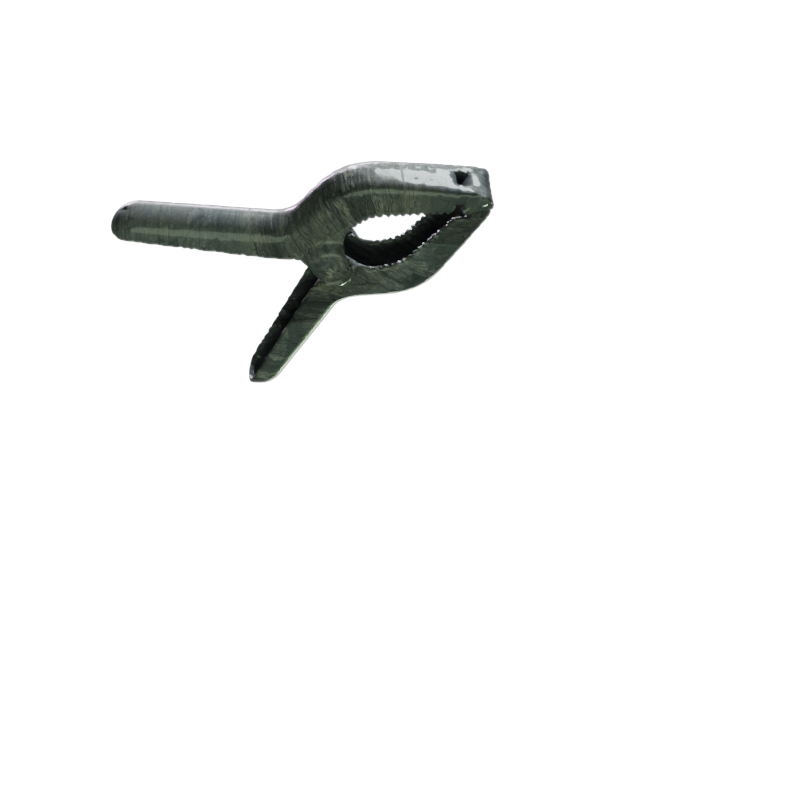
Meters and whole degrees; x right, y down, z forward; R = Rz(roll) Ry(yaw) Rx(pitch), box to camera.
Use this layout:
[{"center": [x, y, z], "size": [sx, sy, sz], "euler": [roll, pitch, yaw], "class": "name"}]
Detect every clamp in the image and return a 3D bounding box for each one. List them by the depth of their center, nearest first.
[{"center": [-0.050, -0.092, 0.643], "size": [0.211, 0.039, 0.153], "euler": [-23, -46, 25], "class": "clamp"}]
